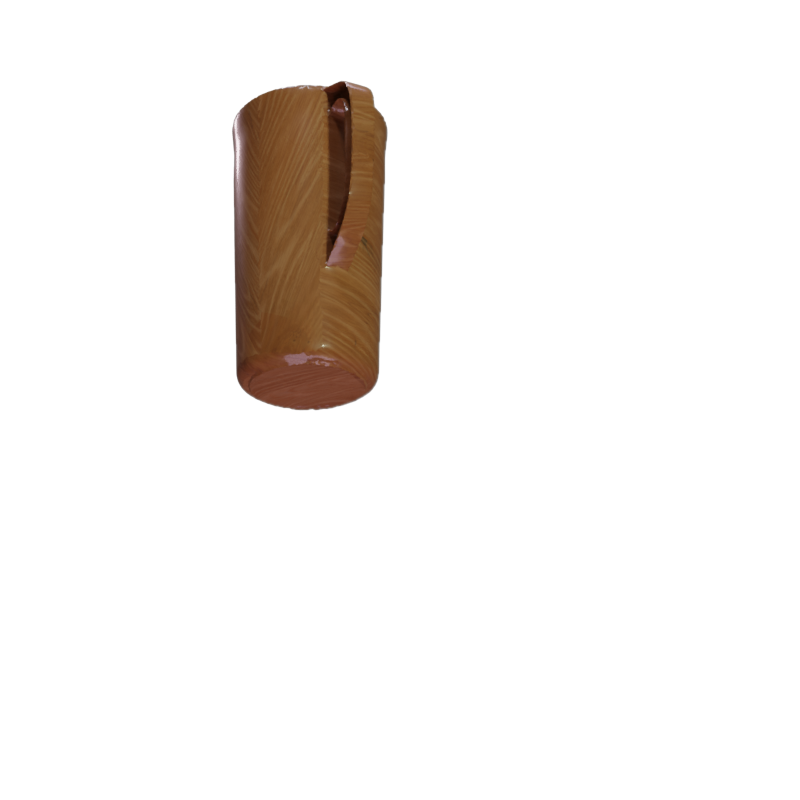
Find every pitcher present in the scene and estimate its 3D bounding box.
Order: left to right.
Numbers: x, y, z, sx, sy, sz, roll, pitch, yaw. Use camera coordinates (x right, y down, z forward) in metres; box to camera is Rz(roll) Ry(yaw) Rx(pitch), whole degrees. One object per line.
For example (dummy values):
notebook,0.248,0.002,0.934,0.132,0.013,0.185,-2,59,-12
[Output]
pitcher,-0.069,-0.126,0.882,0.147,0.258,0.138,-10,-29,16
